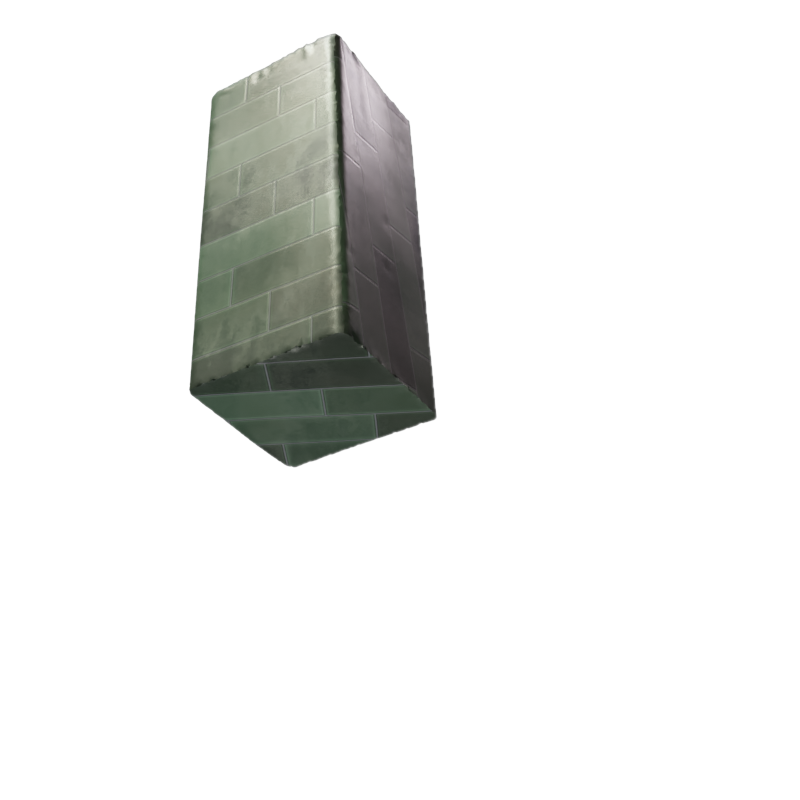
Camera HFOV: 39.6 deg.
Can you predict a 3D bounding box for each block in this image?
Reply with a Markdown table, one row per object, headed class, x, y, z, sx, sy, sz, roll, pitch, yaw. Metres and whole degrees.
| class | x | y | z | sx | sy | sz | roll | pitch | yaw |
| --- | --- | --- | --- | --- | --- | --- | --- | --- | --- |
| block | -0.047 | -0.085 | 0.595 | 0.091 | 0.221 | 0.083 | -22 | -41 | 23 |
